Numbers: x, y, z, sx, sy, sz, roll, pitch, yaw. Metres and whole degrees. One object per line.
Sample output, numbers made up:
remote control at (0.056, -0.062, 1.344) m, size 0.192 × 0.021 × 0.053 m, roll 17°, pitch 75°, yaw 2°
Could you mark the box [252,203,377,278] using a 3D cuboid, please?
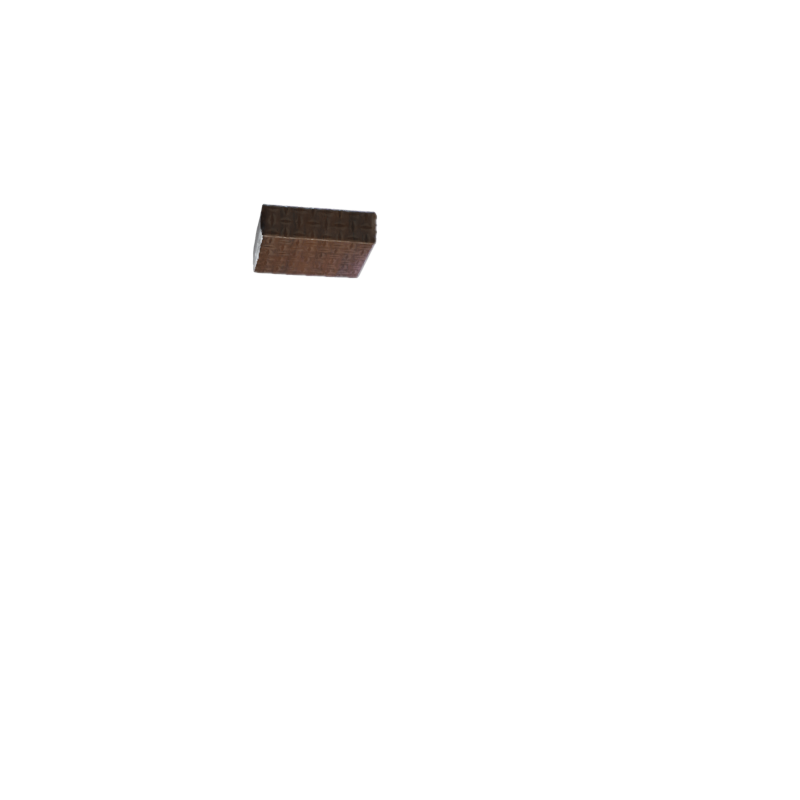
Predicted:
box at (-0.067, -0.123, 0.863) m, size 0.088 × 0.032 × 0.071 m, roll 3°, pitch -18°, yaw -9°
